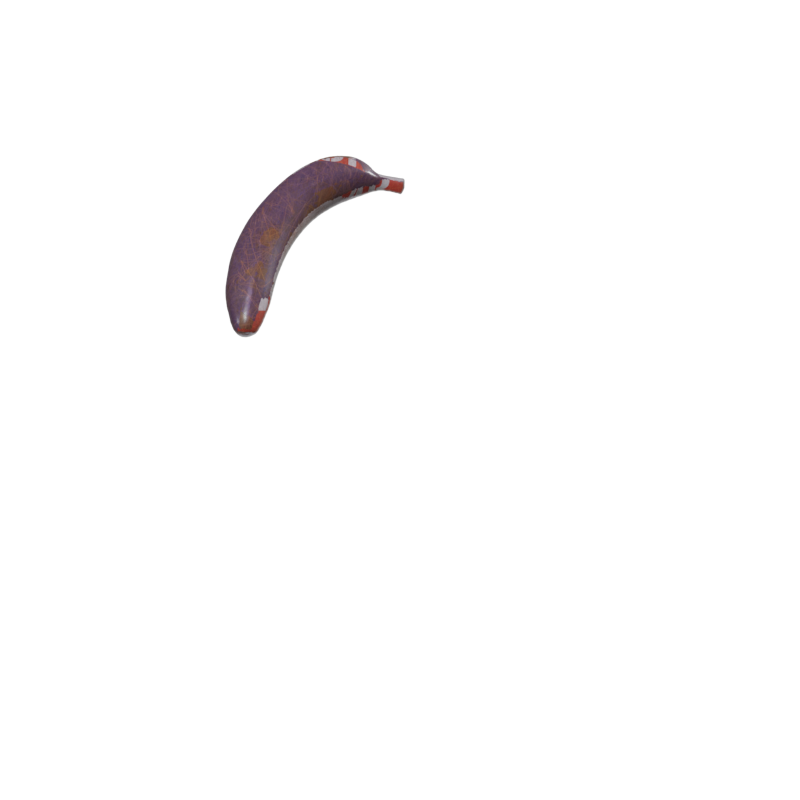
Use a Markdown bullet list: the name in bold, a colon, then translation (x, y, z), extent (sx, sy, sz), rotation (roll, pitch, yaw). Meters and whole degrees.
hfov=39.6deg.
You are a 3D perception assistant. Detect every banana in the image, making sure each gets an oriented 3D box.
- **banana**: translation (-0.076, -0.127, 0.817), extent (0.073, 0.202, 0.034), rotation (28, -34, 20)
